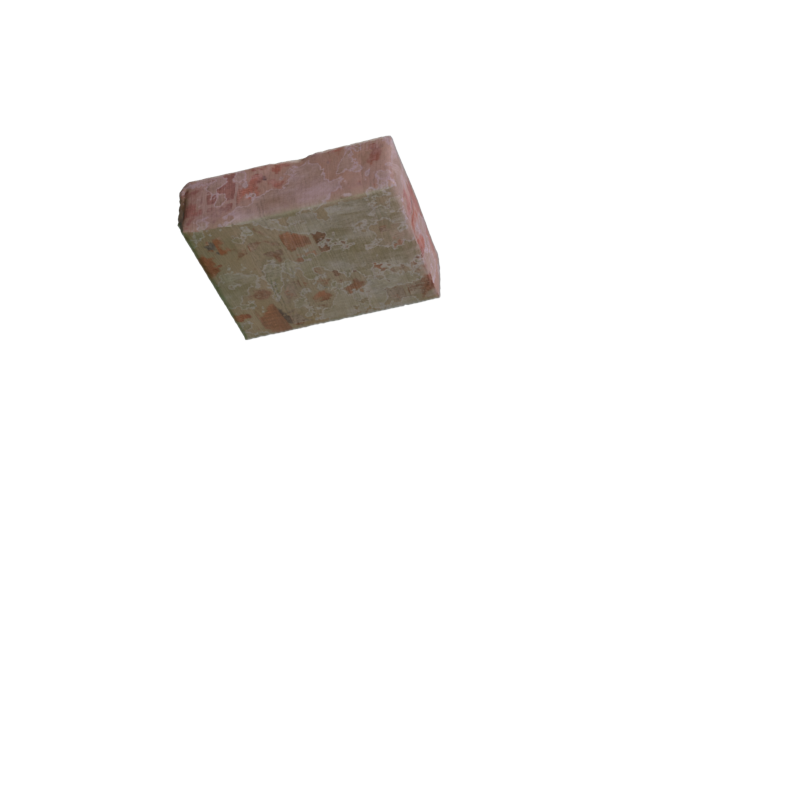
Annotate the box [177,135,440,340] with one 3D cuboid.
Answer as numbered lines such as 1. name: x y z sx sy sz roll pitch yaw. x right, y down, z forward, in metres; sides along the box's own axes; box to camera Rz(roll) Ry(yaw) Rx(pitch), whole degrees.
1. box: -0.035 -0.064 0.448 0.090 0.032 0.067 -11 -38 13
